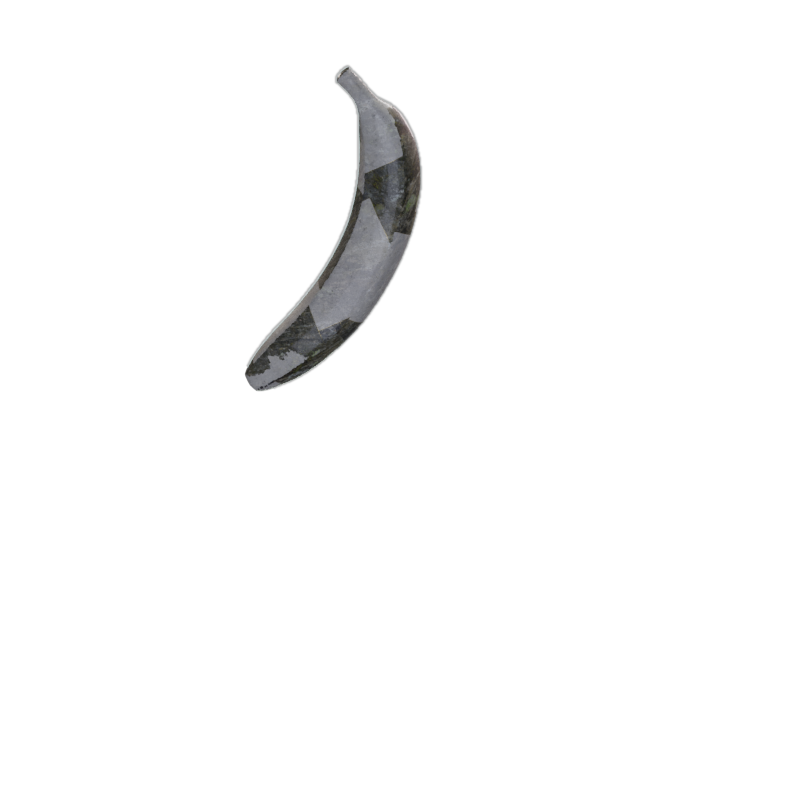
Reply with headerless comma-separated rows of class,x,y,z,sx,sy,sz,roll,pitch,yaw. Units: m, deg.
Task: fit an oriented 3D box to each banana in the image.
banana,-0.032,-0.091,0.645,0.069,0.193,0.038,17,12,-5
